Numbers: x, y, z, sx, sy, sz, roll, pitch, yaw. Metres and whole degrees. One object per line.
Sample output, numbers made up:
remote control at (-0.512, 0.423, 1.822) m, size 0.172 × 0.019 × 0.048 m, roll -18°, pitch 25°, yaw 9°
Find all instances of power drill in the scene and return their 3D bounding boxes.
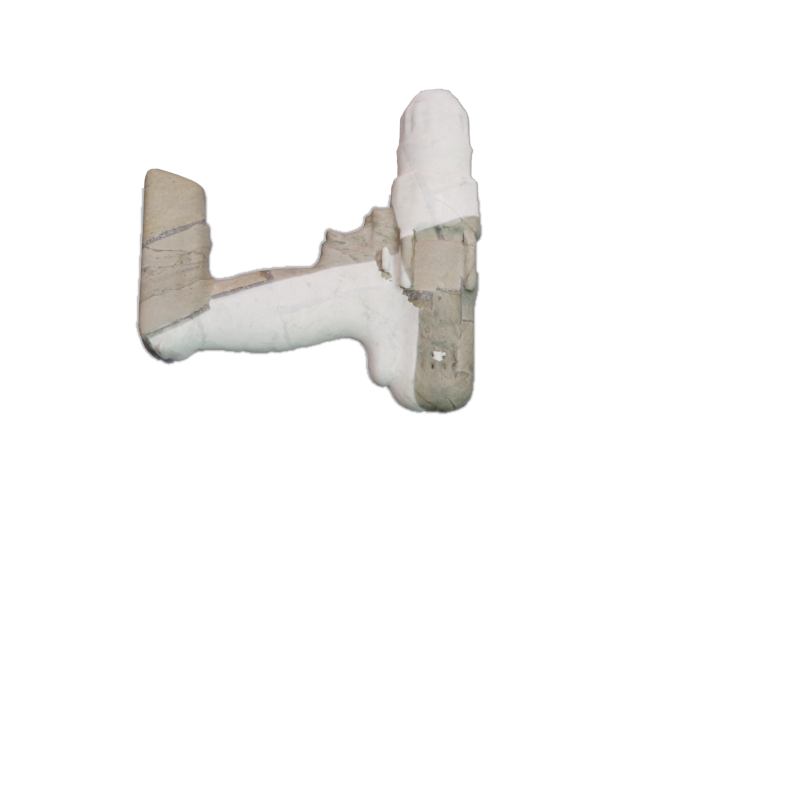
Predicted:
power drill at (-0.048, -0.088, 0.618) m, size 0.187 × 0.191 × 0.055 m, roll 1°, pitch -15°, yaw 0°
